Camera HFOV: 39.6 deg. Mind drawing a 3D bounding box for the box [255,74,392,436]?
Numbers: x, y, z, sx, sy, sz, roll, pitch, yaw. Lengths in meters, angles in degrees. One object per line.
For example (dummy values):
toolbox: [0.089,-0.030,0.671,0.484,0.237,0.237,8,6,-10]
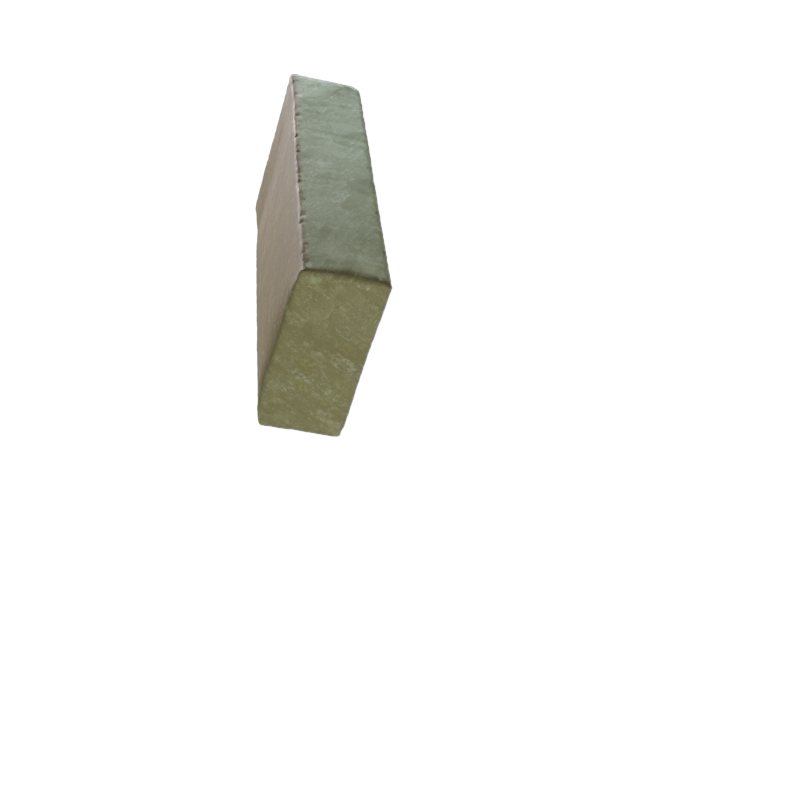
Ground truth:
box: [-0.042,-0.078,0.546,0.047,0.089,0.189,11,39,-13]
